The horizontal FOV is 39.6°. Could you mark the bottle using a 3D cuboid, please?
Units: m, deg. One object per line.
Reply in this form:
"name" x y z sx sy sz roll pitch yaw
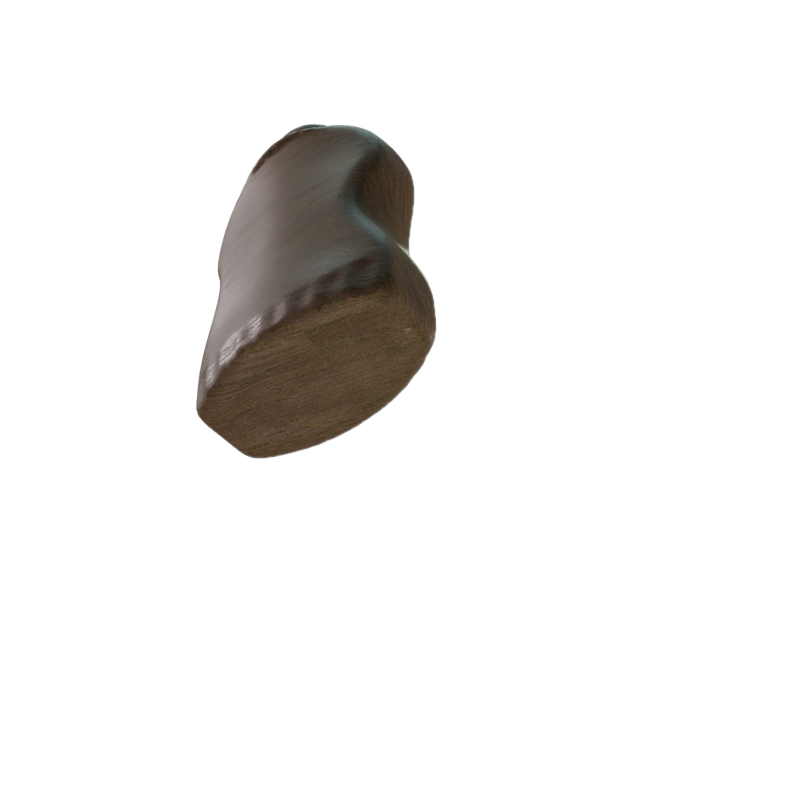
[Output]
"bottle" -0.037 -0.068 0.481 0.095 0.205 0.055 -35 -58 22
